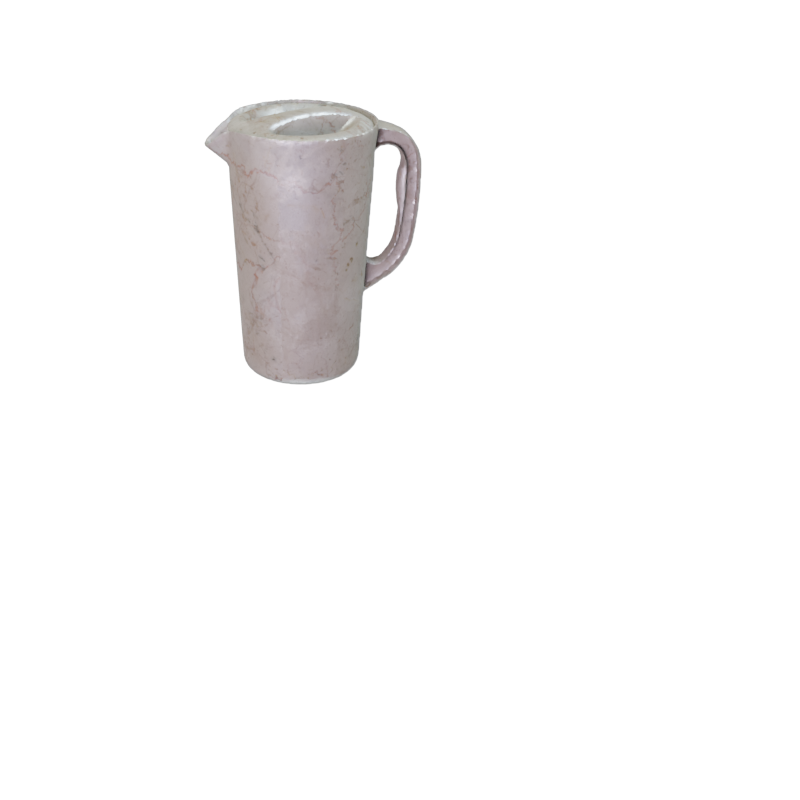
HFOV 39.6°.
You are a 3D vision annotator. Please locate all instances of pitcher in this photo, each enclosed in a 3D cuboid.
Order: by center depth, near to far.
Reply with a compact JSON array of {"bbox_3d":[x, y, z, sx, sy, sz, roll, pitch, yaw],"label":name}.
[{"bbox_3d":[-0.078,-0.143,0.998,0.157,0.231,0.145,18,29,31],"label":"pitcher"}]
